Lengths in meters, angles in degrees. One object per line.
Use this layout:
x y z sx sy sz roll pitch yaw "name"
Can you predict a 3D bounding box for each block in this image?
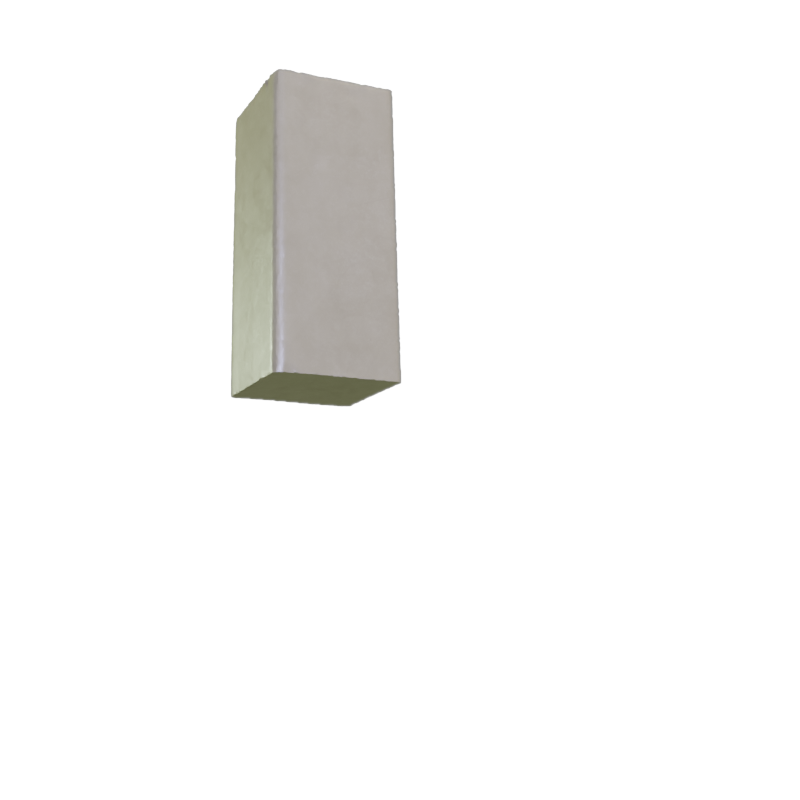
-0.060 -0.108 0.758 0.087 0.215 0.090 7 -19 -23 "block"
